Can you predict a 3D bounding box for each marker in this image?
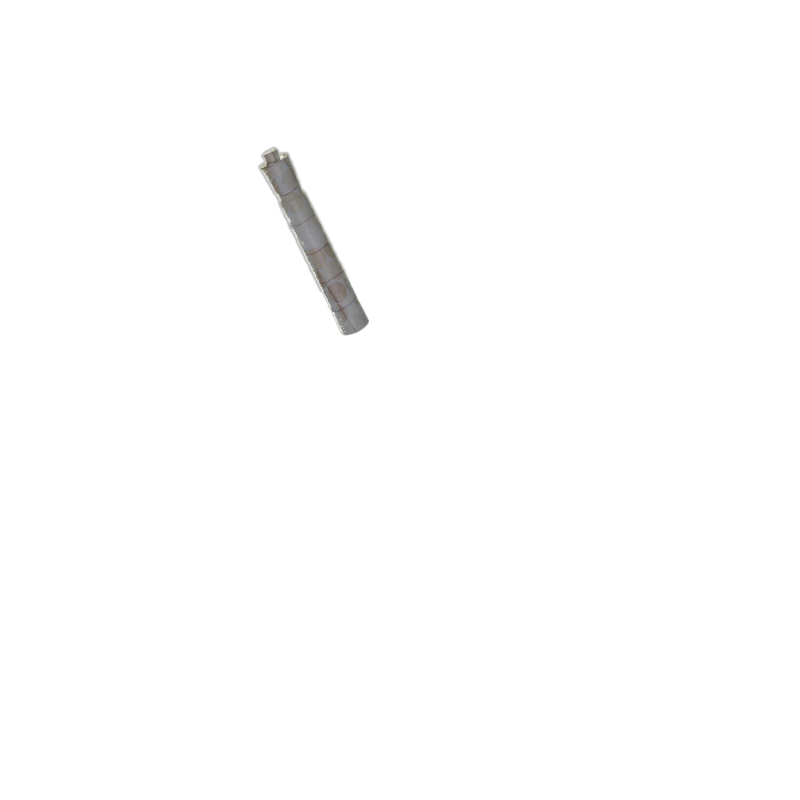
[{"bbox_3d":[-0.052,-0.094,0.662,0.020,0.116,0.020,-24,15,6],"label":"marker"}]
